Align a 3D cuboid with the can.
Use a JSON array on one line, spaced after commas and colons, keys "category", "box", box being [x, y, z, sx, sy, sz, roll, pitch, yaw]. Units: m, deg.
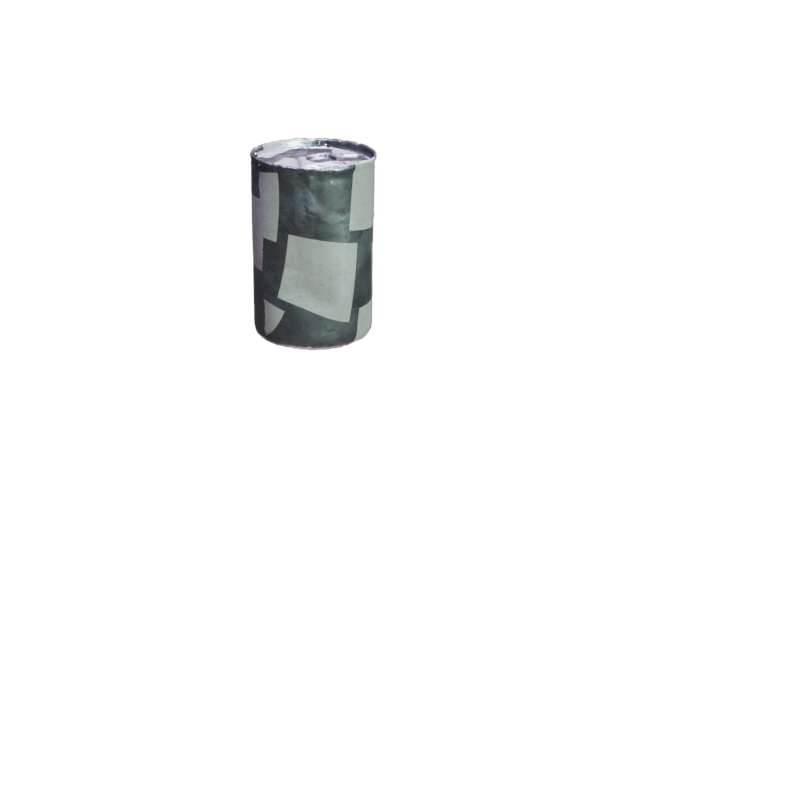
[{"category": "can", "box": [-0.048, -0.087, 0.609, 0.068, 0.098, 0.072, 0, 21, -2]}]
